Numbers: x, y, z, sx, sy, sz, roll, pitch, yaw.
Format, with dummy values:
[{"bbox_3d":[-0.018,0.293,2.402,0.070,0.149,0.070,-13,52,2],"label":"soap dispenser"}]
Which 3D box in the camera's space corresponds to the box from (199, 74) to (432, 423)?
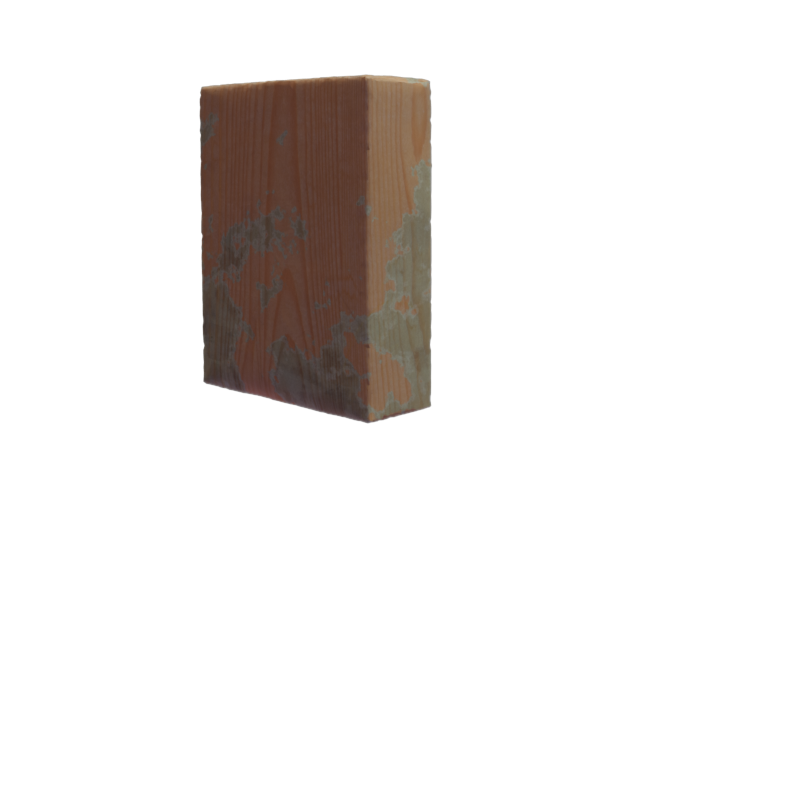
[{"bbox_3d":[-0.058,-0.107,0.747,0.172,0.211,0.069,8,9,44],"label":"box"}]
